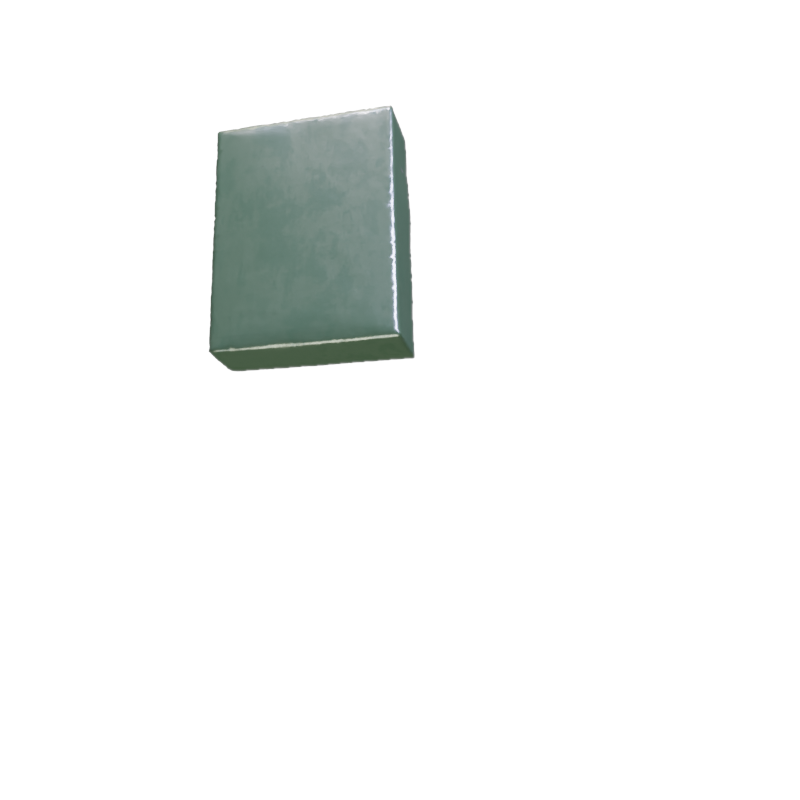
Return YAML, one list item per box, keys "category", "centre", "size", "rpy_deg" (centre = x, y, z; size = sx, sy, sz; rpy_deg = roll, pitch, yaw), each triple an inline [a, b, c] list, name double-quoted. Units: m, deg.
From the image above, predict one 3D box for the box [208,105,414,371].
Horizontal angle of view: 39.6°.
- category: "box"
  centre: [-0.075, -0.138, 0.964]
  size: [0.166, 0.226, 0.067]
  rpy_deg: [-7, -24, 13]
